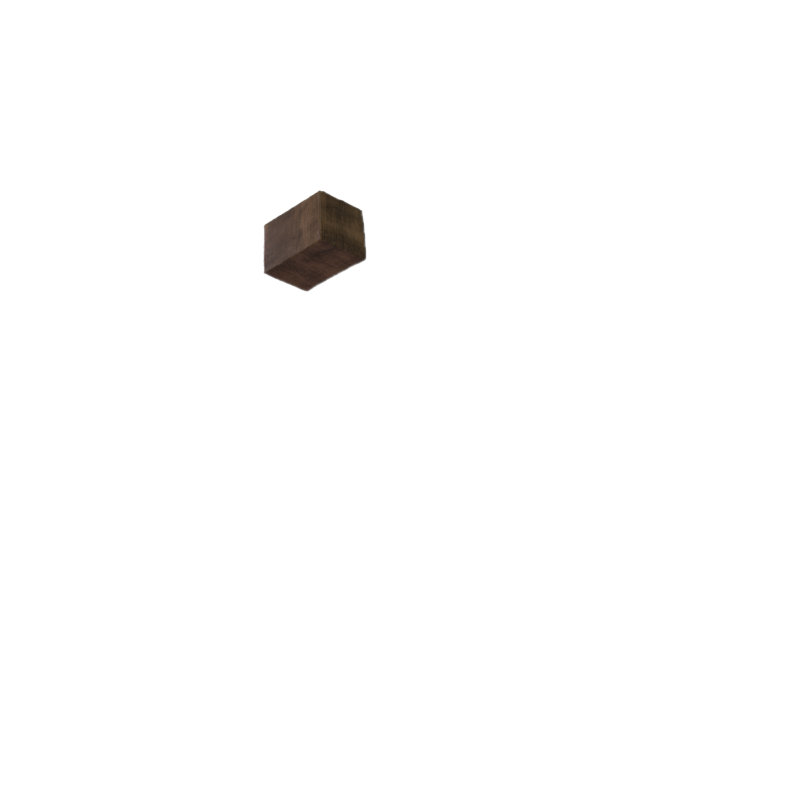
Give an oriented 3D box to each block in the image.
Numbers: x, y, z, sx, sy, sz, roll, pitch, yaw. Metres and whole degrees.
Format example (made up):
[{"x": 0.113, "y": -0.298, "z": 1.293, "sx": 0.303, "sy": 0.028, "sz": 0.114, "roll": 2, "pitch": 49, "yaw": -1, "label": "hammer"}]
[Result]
[{"x": -0.075, "y": -0.137, "z": 0.957, "sx": 0.049, "sy": 0.054, "sz": 0.078, "roll": 23, "pitch": -35, "yaw": -40, "label": "block"}]
